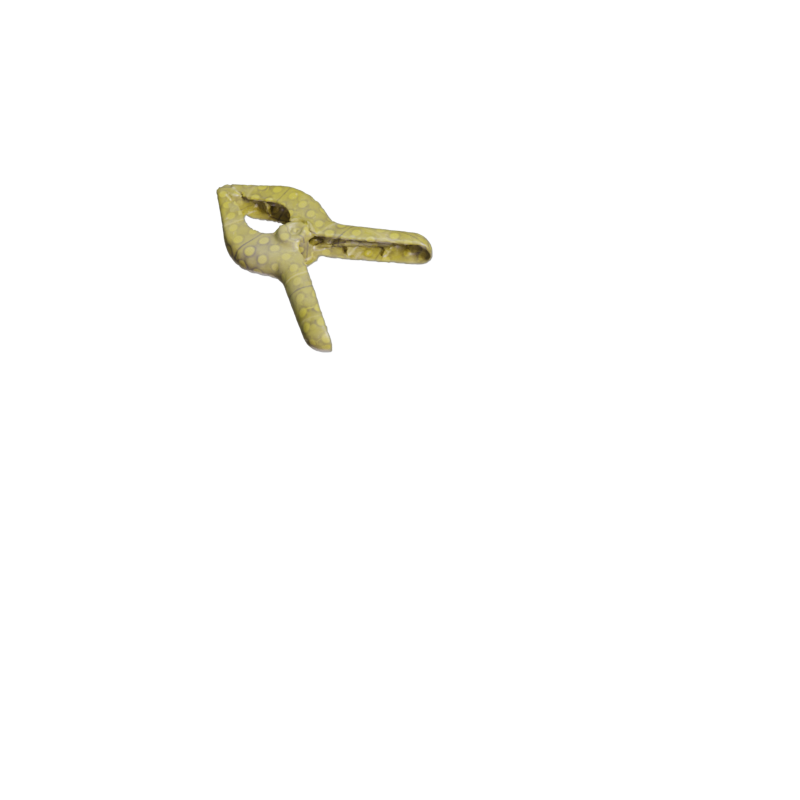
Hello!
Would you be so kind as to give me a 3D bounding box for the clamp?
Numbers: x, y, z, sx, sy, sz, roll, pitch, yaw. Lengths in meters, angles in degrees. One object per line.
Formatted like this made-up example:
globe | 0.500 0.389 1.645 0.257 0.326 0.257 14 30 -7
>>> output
clamp | -0.064 -0.117 0.818 0.120 0.036 0.184 -31 56 -24
